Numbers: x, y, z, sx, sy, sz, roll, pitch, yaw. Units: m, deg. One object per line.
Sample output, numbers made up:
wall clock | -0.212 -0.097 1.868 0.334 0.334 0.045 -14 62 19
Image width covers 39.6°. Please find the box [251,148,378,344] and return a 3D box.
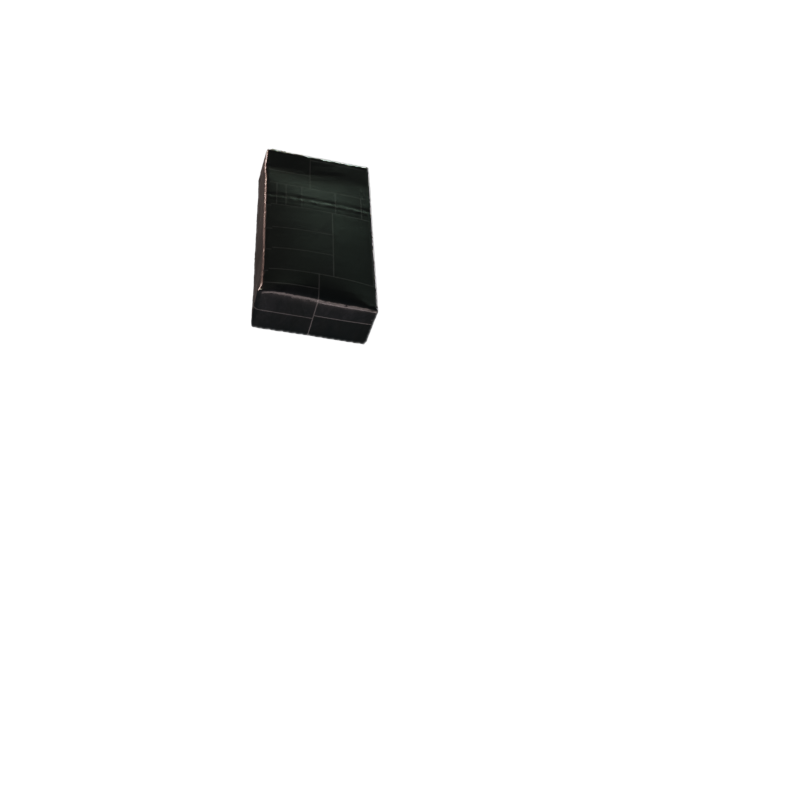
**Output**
box | -0.070 -0.128 0.897 0.092 0.045 0.189 8 43 -11
